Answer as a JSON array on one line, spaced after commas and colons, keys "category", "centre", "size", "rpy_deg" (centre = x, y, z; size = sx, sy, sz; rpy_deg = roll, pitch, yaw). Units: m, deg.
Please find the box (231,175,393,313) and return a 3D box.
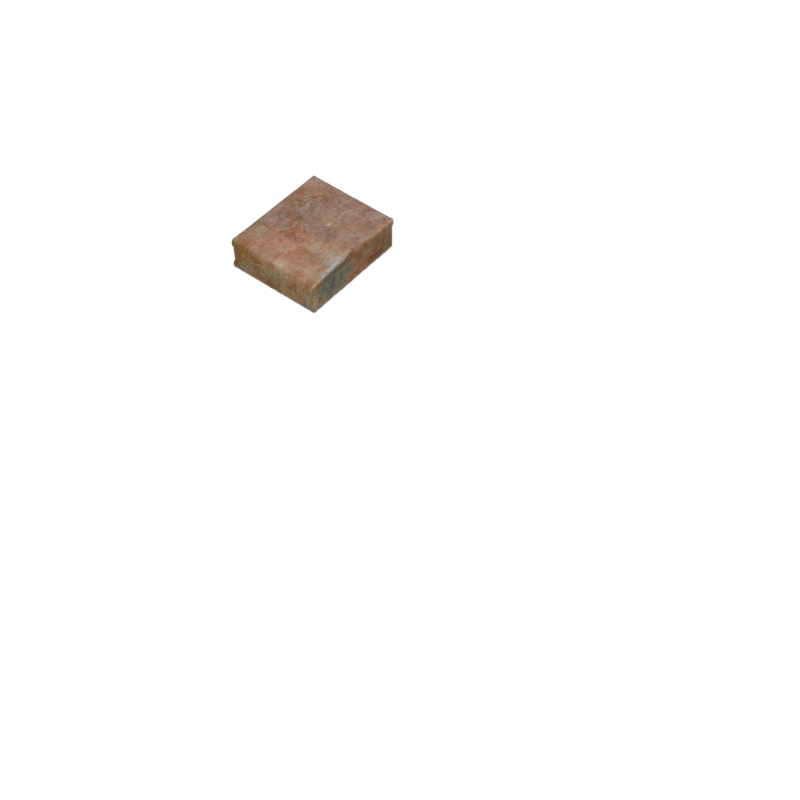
[{"category": "box", "centre": [-0.060, -0.108, 0.759], "size": [0.077, 0.028, 0.091], "rpy_deg": [30, 54, 25]}]
